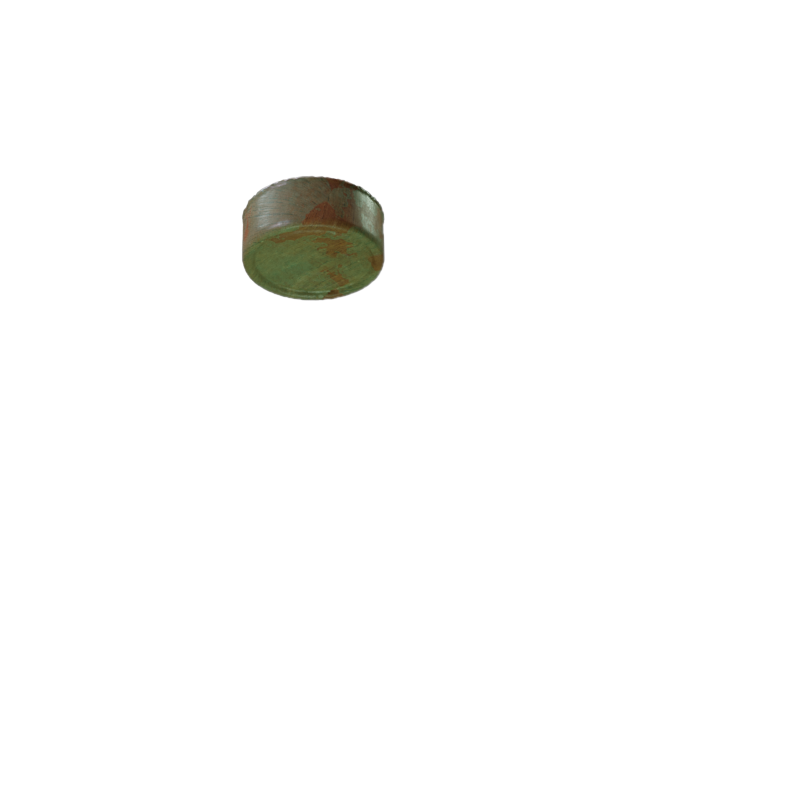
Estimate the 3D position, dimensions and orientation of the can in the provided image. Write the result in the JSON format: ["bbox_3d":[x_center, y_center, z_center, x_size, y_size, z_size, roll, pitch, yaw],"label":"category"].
[{"bbox_3d":[-0.052,-0.094,0.660,0.086,0.036,0.081,1,-29,-2],"label":"can"}]
